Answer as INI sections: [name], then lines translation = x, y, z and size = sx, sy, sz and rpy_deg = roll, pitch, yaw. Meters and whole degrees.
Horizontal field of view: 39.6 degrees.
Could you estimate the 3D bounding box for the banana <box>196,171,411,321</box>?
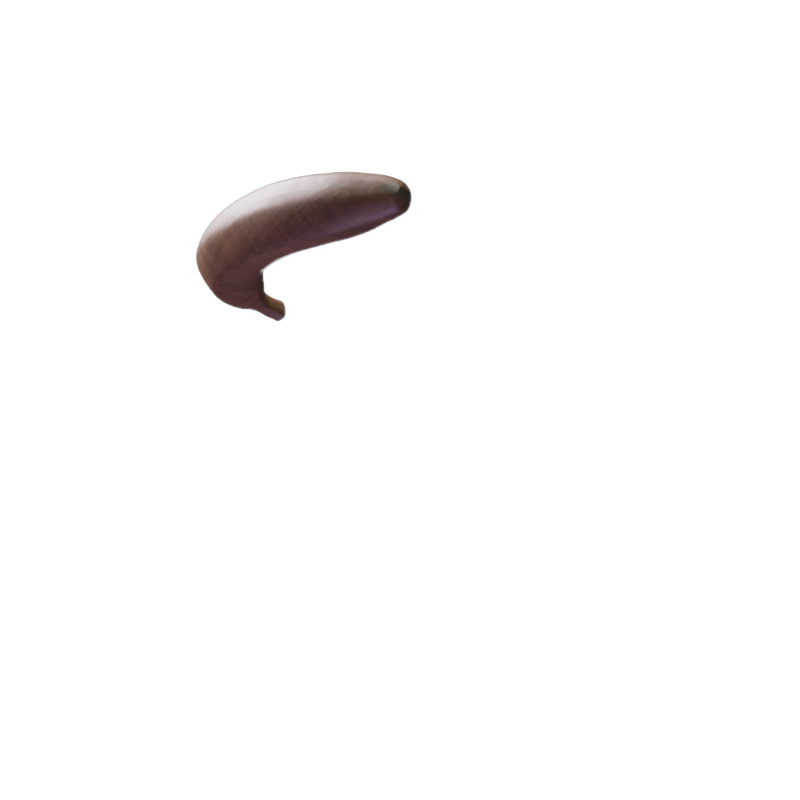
[banana]
translation = -0.063, -0.082, 0.568
size = 0.067, 0.038, 0.197
rpy_deg = 5, -11, -22
